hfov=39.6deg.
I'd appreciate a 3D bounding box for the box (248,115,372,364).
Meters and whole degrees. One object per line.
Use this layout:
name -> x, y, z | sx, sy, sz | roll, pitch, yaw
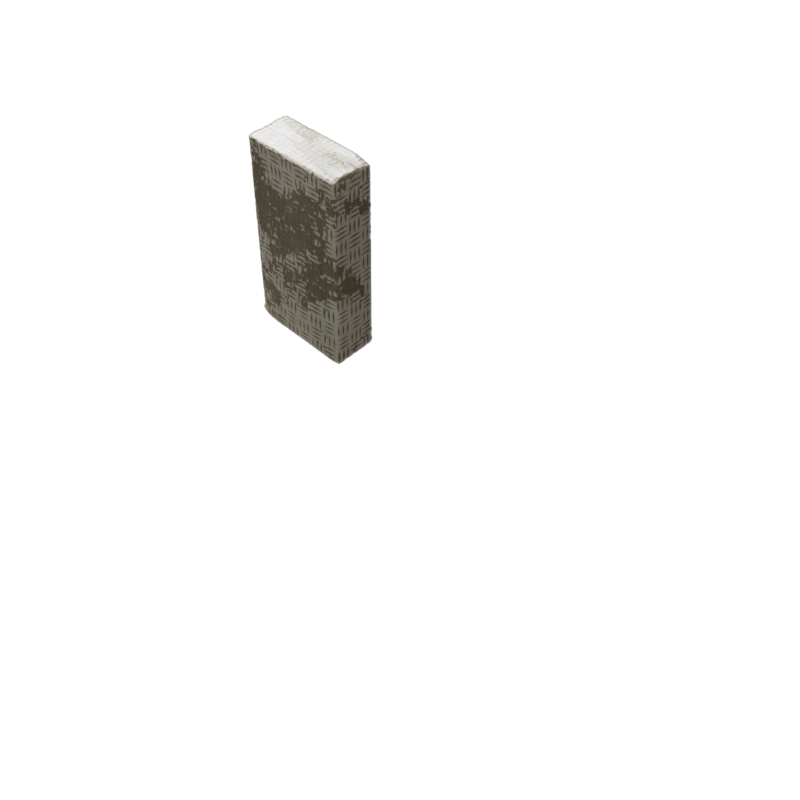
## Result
box -> -0.066, -0.121, 0.850 | 0.048, 0.164, 0.100 | -31, 52, -33
